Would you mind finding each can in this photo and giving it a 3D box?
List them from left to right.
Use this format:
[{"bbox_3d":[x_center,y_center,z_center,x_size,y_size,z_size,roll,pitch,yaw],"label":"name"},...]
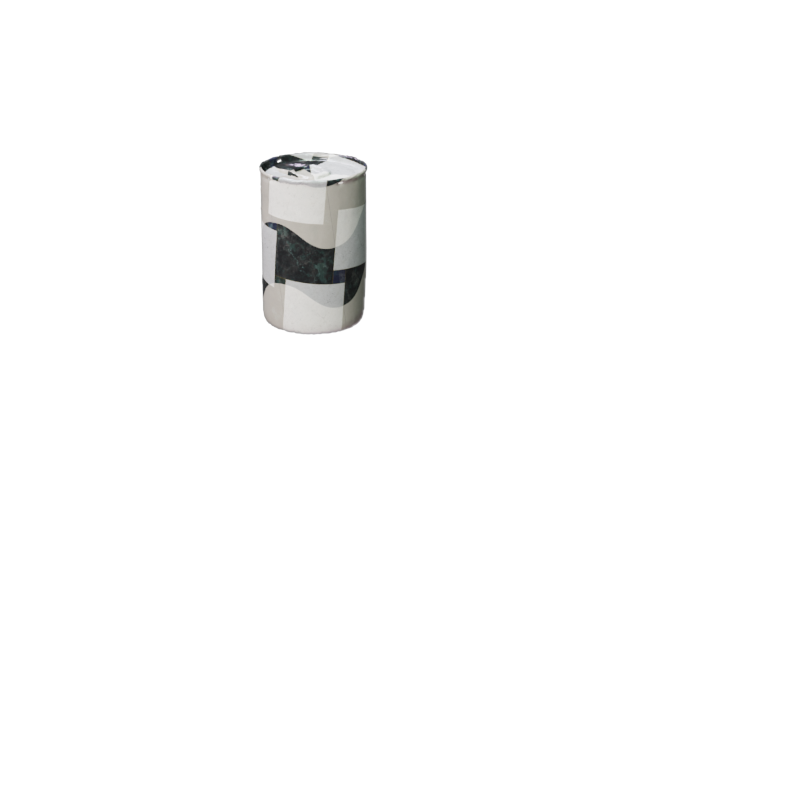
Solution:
[{"bbox_3d":[-0.056,-0.102,0.712,0.068,0.098,0.072,0,22,-2],"label":"can"}]
